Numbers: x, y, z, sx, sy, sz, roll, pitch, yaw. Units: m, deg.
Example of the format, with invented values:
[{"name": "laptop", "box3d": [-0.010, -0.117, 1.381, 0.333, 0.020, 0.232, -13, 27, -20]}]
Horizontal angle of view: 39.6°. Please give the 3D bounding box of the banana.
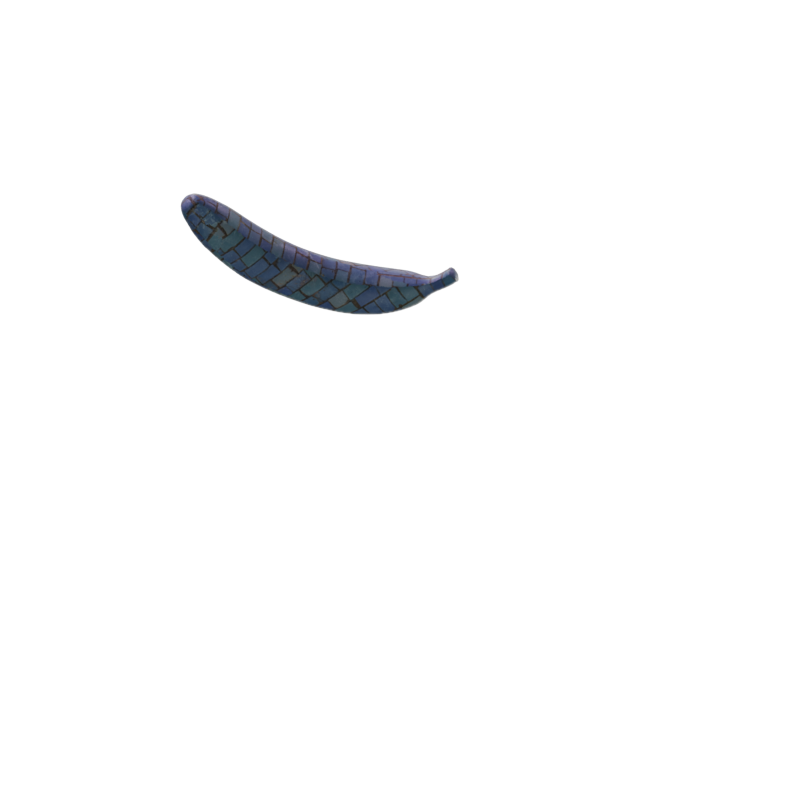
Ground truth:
[{"name": "banana", "box3d": [-0.063, -0.096, 0.777, 0.193, 0.066, 0.039, 13, 42, -12]}]
